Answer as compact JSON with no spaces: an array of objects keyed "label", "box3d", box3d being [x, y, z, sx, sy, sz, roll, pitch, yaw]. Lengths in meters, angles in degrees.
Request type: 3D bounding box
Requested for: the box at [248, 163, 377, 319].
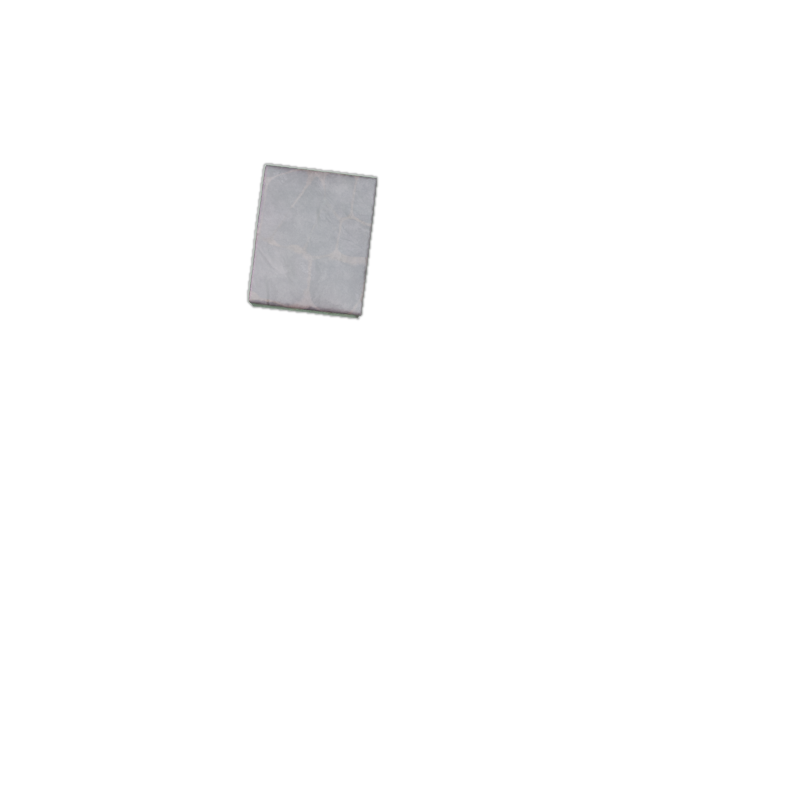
[{"label":"box","box3d":[-0.068,-0.125,0.873,0.090,0.115,0.038,6,-7,0]}]
